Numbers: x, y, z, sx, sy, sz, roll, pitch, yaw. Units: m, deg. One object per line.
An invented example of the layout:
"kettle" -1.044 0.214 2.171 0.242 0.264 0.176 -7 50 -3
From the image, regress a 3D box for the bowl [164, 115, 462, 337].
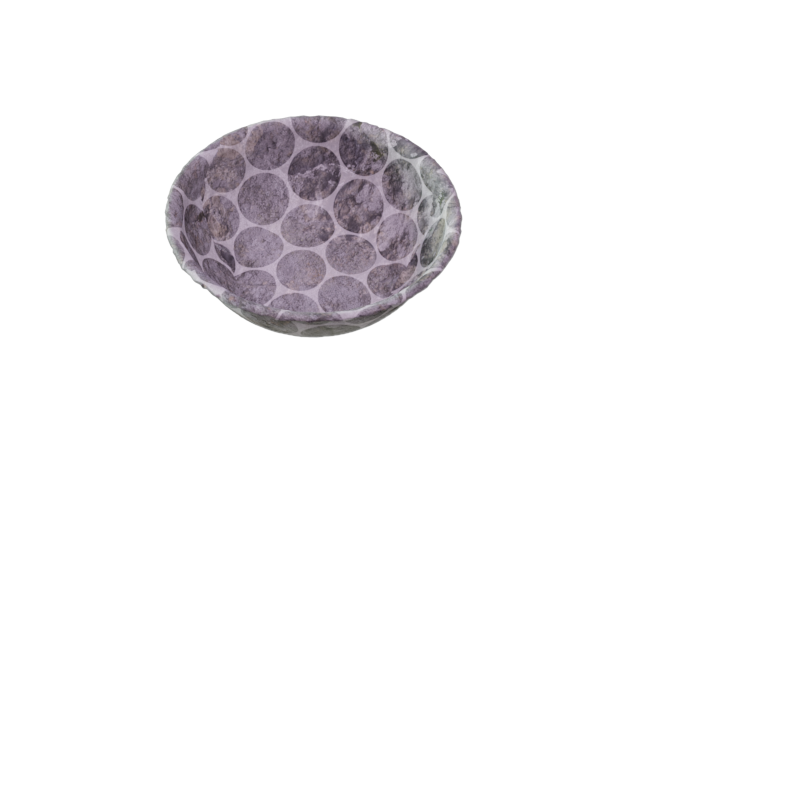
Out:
"bowl" -0.049 -0.088 0.620 0.162 0.174 0.051 -1 -41 -1
